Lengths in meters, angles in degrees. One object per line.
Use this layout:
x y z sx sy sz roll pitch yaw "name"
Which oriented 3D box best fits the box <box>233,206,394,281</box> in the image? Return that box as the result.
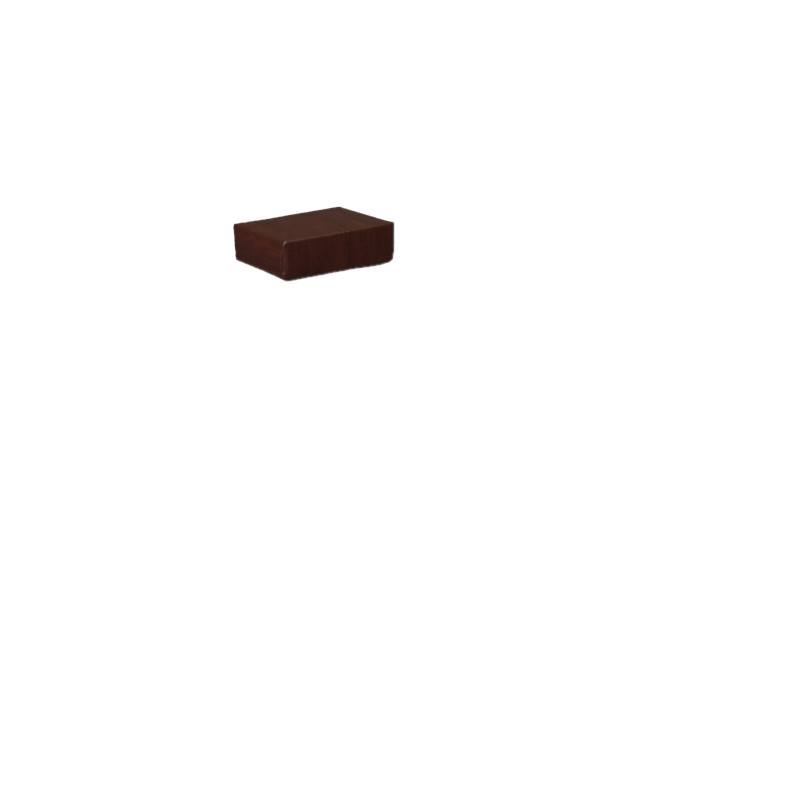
-0.075 -0.136 0.956 0.111 0.037 0.095 -13 24 -31 "box"
